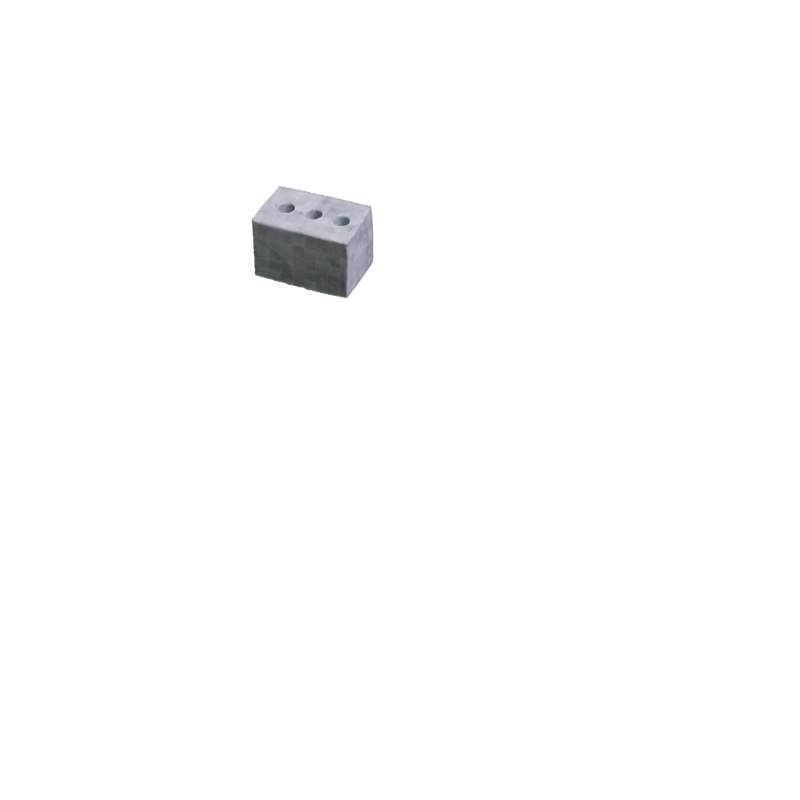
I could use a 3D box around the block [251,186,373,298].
[{"bbox_3d":[-0.064,-0.117,0.822,0.080,0.048,0.055,15,40,16],"label":"block"}]
